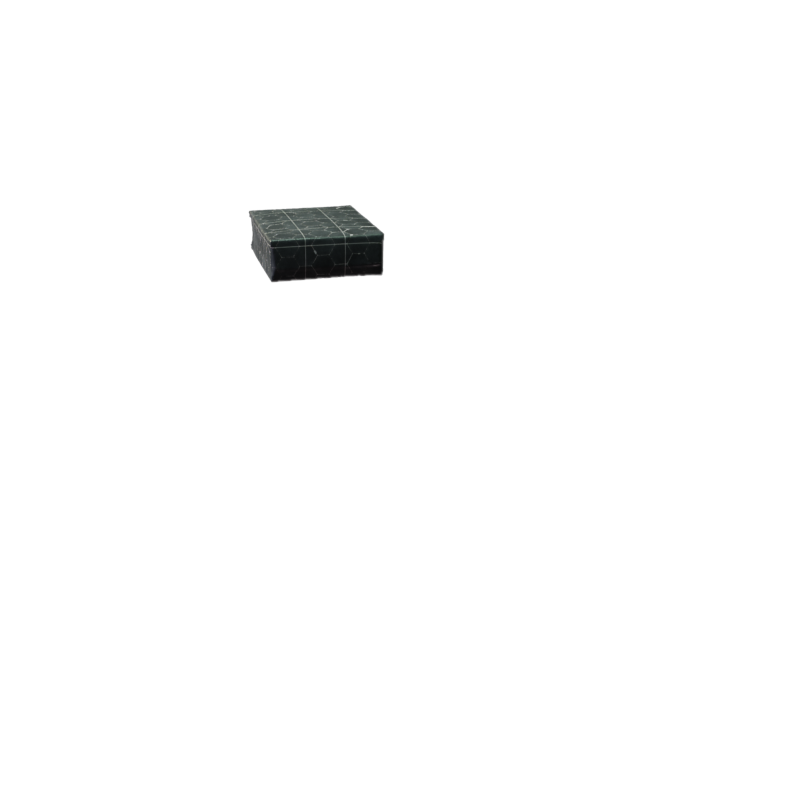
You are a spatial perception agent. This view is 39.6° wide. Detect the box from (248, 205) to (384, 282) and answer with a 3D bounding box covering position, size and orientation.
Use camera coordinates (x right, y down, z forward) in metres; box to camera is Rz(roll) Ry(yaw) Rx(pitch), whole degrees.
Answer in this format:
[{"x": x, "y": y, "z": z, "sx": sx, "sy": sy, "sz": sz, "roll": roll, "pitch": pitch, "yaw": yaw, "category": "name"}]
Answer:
[{"x": -0.070, "y": -0.127, "z": 0.892, "sx": 0.088, "sy": 0.038, "sz": 0.119, "roll": -4, "pitch": 19, "yaw": -14, "category": "box"}]
